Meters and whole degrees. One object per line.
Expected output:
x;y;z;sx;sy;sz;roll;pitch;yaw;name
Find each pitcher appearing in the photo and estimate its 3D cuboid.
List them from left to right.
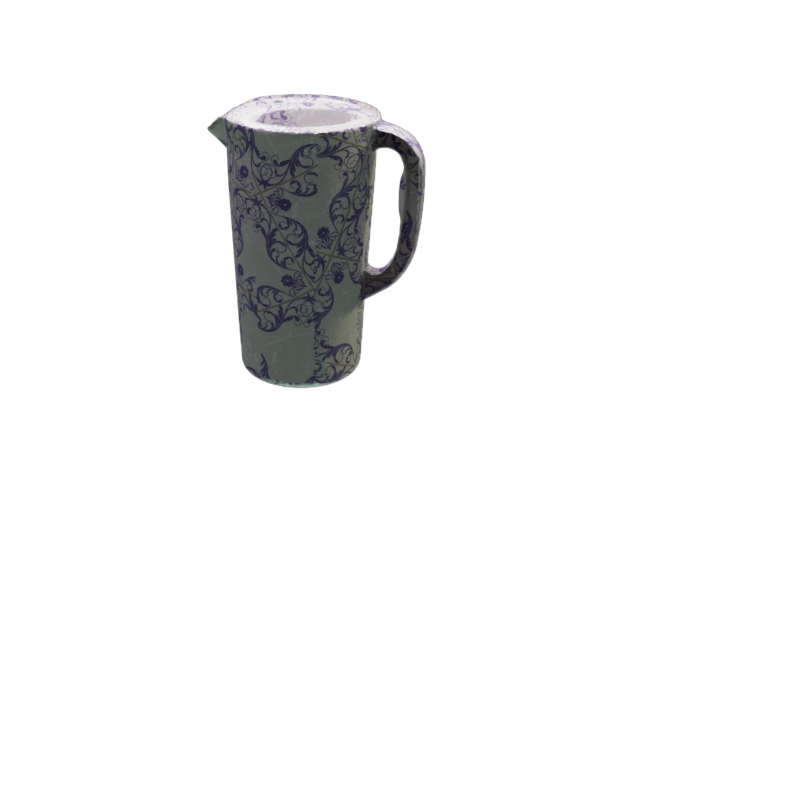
-0.075;-0.137;0.960;0.142;0.231;0.160;-13;27;-30;pitcher
